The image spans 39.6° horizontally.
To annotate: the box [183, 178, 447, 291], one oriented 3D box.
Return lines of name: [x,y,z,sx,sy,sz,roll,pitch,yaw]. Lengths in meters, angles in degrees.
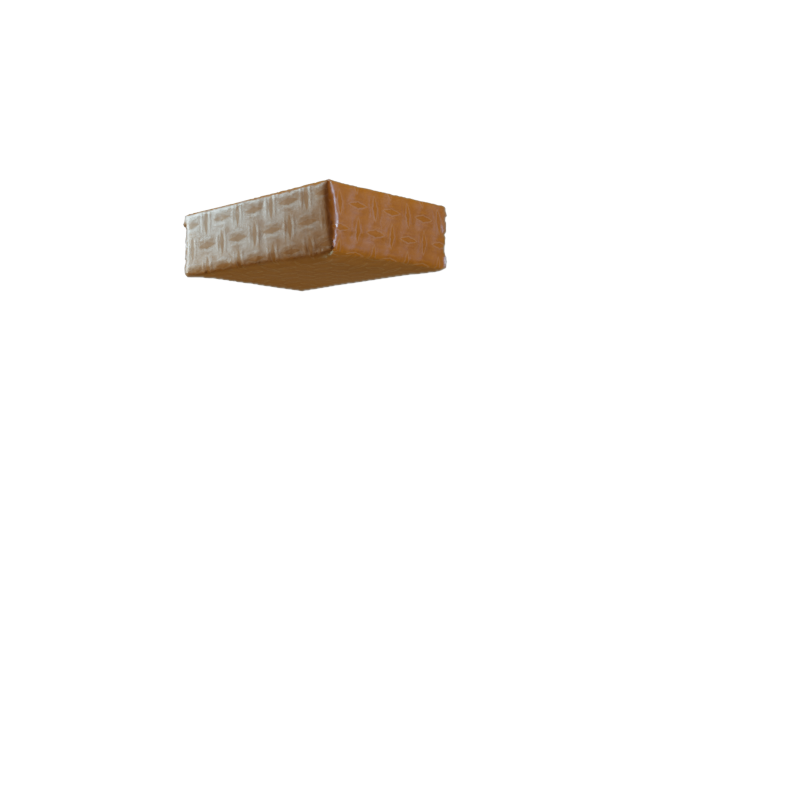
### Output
box: [-0.046,-0.084,0.586,0.117,0.039,0.086,-1,-2,43]
